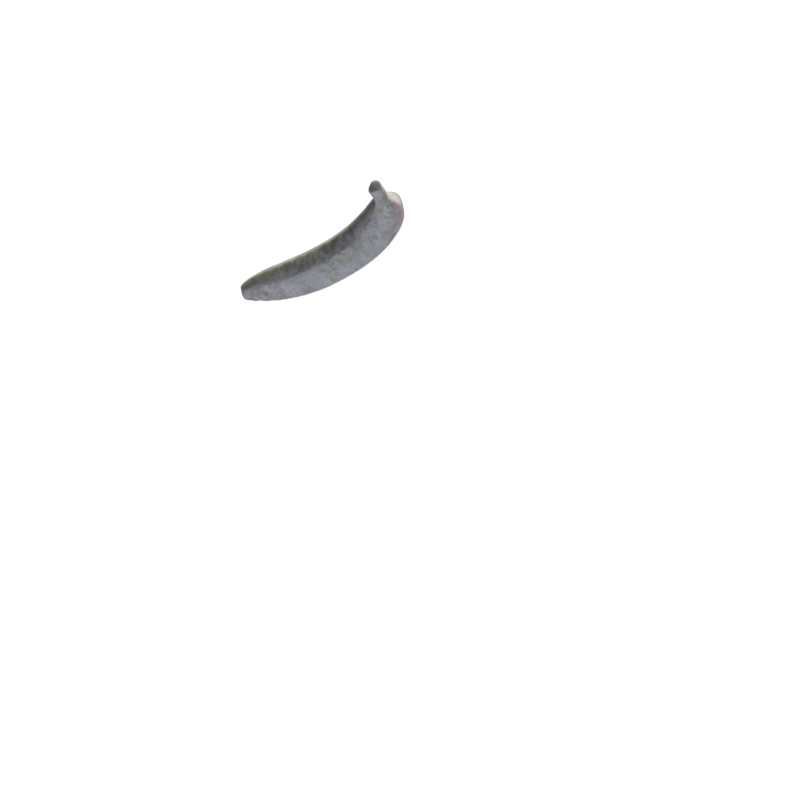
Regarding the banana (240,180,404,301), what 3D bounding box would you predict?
[{"bbox_3d":[-0.057,-0.131,0.953,0.066,0.039,0.196,24,-40,-33],"label":"banana"}]
